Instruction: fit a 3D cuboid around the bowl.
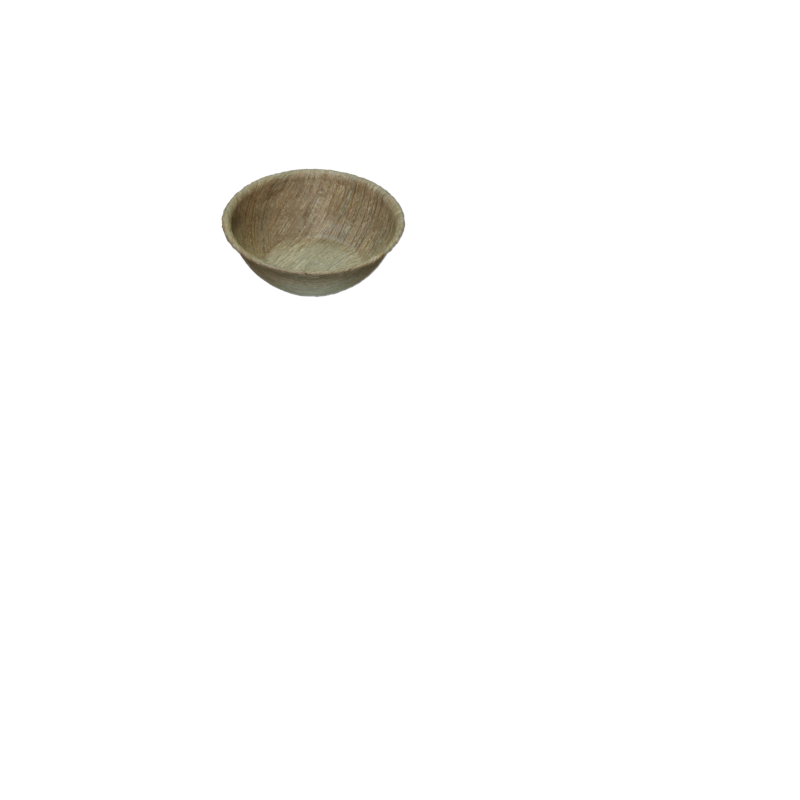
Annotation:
[{"bbox_3d":[-0.078,-0.141,0.990,0.162,0.051,0.174,-1,41,-2],"label":"bowl"}]
